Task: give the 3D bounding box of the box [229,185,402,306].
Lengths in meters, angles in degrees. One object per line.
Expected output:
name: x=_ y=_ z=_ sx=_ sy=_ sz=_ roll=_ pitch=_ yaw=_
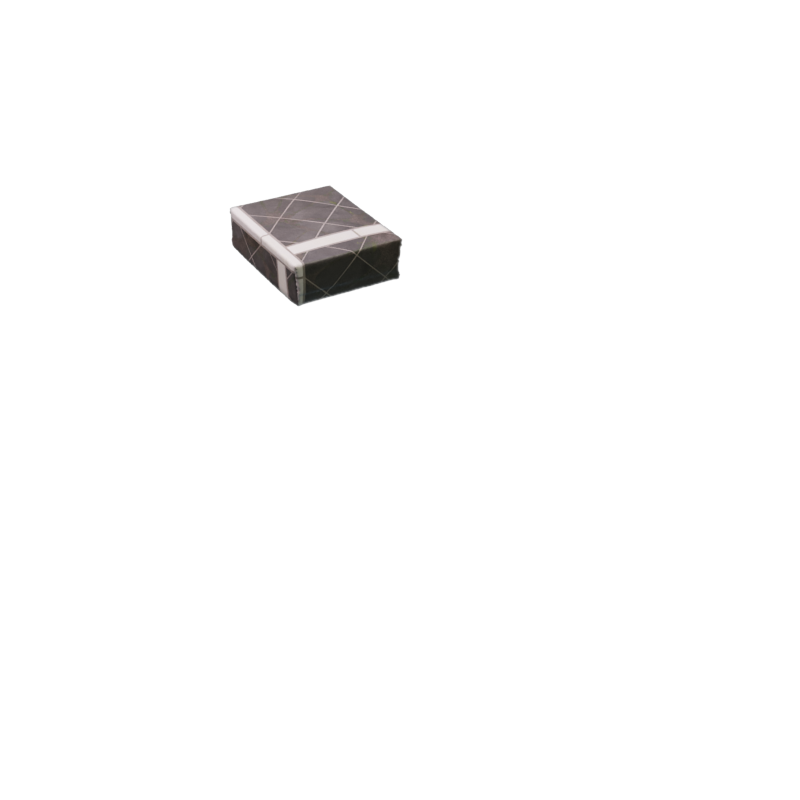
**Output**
box: x=-0.066 y=-0.120 z=0.838 sx=0.089 sy=0.036 sz=0.122 roll=-18 pitch=39 yaw=-25
